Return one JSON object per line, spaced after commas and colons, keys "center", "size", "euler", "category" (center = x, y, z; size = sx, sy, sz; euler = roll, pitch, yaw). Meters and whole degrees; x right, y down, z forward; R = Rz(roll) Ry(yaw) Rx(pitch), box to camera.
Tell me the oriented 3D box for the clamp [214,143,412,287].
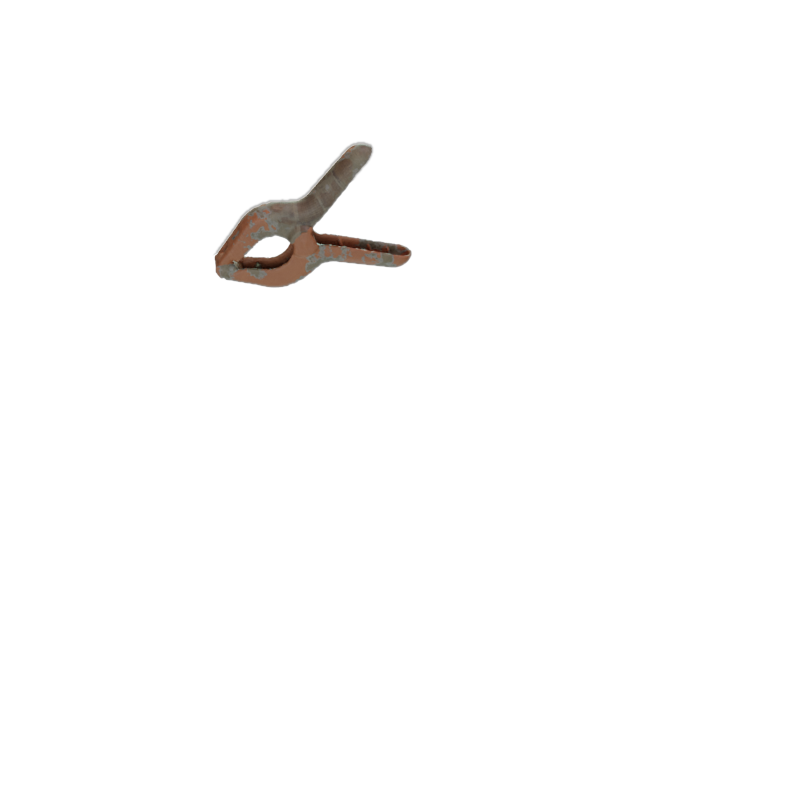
{"center": [-0.076, -0.139, 0.973], "size": [0.171, 0.114, 0.041], "euler": [-26, 21, 10], "category": "clamp"}
